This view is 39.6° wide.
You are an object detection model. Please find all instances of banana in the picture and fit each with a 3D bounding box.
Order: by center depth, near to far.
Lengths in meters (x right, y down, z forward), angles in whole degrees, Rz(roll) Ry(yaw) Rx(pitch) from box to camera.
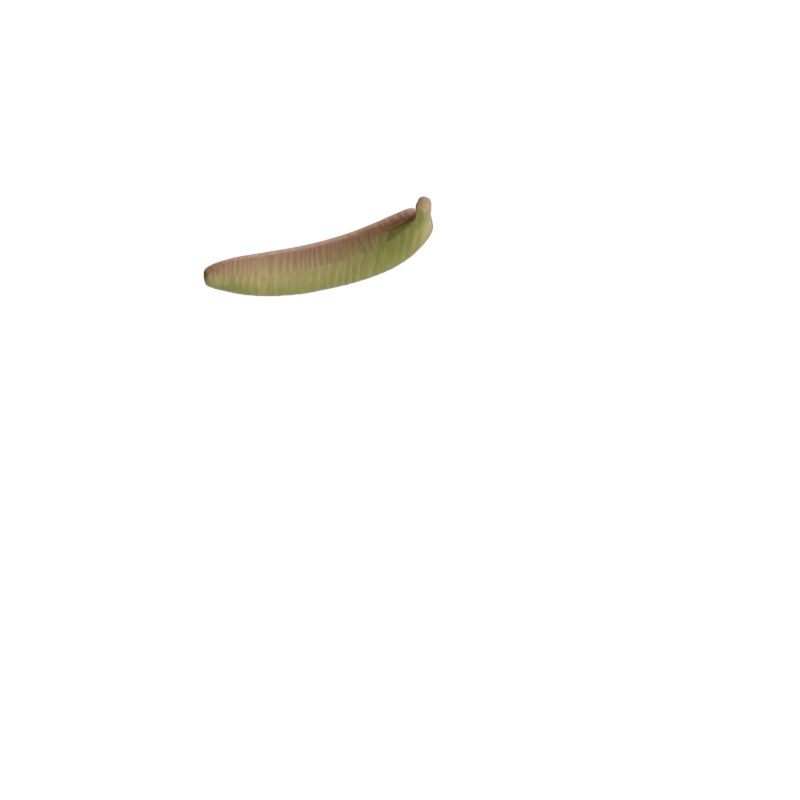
[{"bbox_3d":[-0.053,-0.112,0.840,0.200,0.039,0.064,-16,-34,25],"label":"banana"}]
